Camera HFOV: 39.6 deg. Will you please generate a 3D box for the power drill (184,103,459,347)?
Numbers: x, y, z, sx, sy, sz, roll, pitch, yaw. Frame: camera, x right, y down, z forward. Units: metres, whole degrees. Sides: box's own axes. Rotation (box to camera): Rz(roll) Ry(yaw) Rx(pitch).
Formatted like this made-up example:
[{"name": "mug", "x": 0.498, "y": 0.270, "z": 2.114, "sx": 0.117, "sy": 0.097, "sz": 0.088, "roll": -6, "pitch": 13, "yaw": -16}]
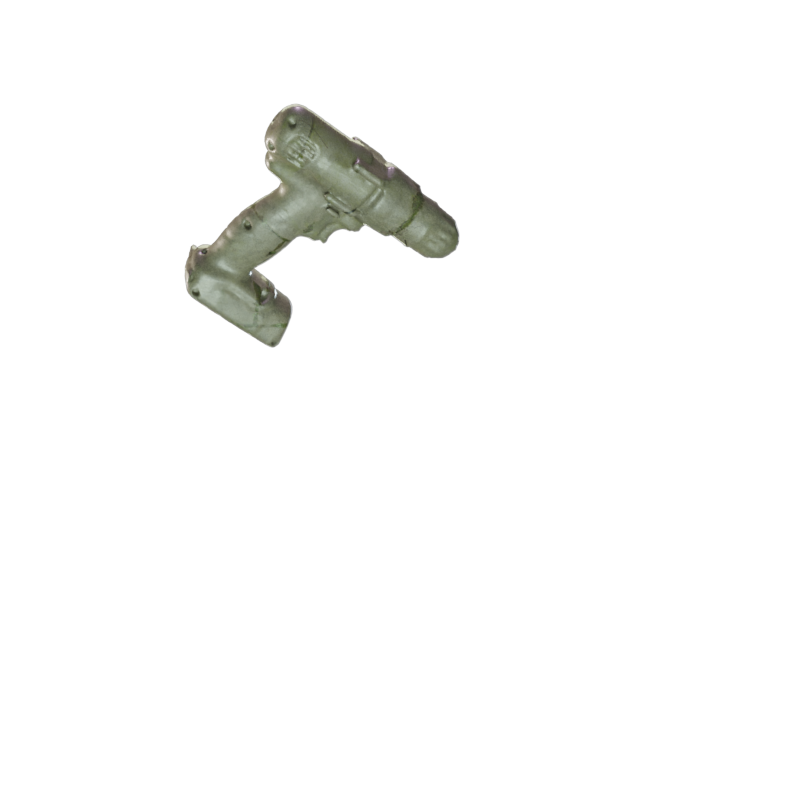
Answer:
[{"name": "power drill", "x": -0.071, "y": -0.129, "z": 0.902, "sx": 0.176, "sy": 0.184, "sz": 0.061, "roll": 35, "pitch": 26, "yaw": -21}]
